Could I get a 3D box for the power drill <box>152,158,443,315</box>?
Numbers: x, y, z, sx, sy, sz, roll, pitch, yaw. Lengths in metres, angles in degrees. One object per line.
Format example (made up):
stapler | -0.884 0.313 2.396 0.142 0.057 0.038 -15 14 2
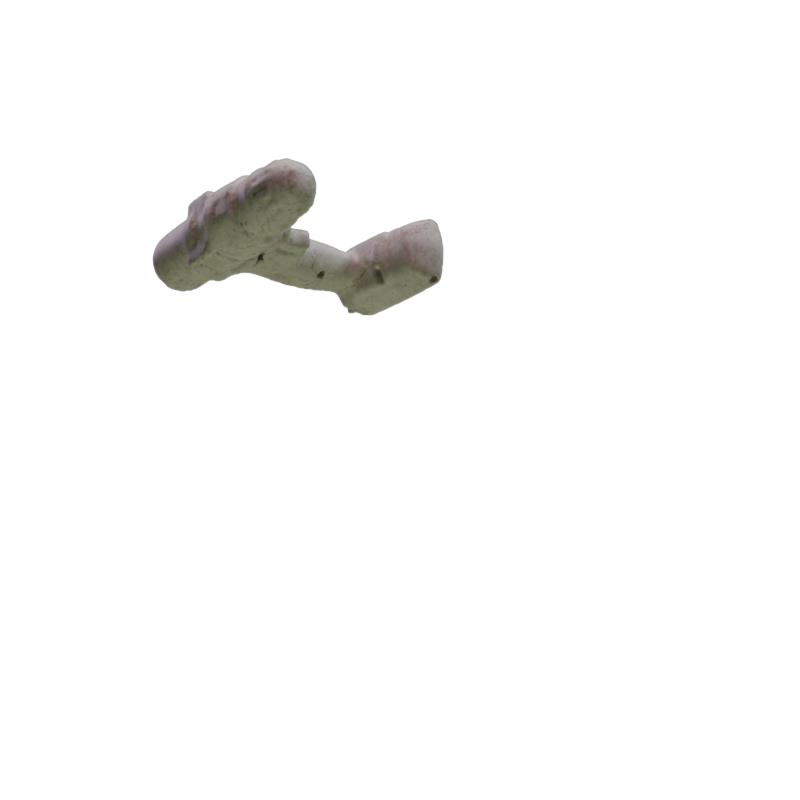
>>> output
power drill | -0.063 -0.115 0.804 0.179 0.060 0.186 10 -17 -34
